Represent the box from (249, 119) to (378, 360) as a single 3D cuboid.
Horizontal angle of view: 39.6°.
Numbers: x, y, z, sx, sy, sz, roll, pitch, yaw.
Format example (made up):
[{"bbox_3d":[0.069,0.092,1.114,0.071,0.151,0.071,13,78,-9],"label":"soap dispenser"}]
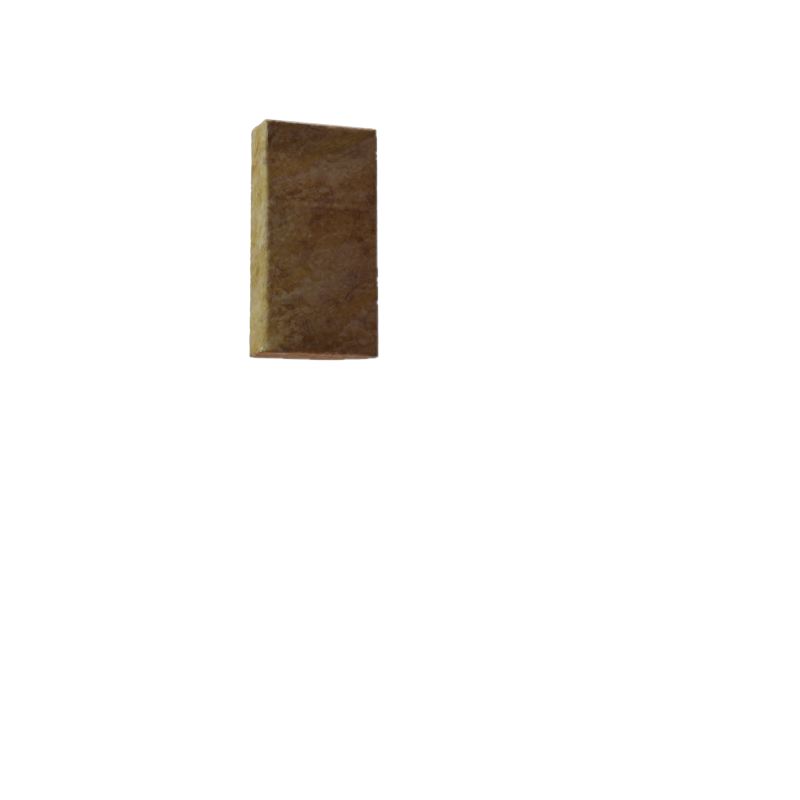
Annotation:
[{"bbox_3d":[-0.066,-0.120,0.840,0.091,0.181,0.048,3,-10,-21],"label":"box"}]
